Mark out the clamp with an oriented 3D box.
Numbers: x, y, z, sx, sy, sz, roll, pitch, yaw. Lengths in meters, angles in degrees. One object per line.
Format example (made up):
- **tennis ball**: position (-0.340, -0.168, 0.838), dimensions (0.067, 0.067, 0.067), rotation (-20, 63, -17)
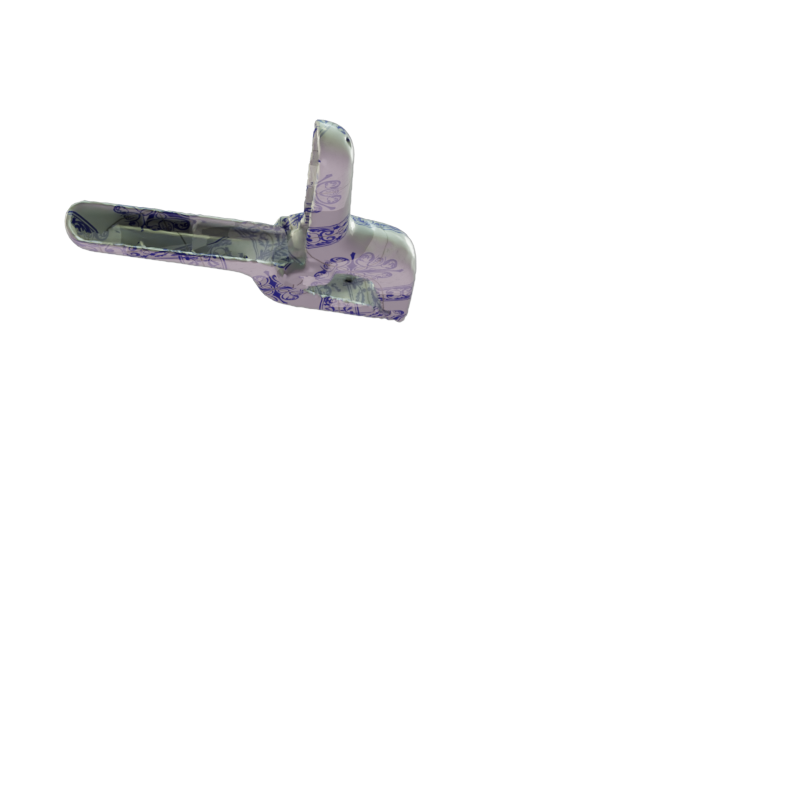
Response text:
- **clamp**: position (-0.046, -0.084, 0.587), dimensions (0.167, 0.038, 0.197), rotation (-12, -20, 37)
